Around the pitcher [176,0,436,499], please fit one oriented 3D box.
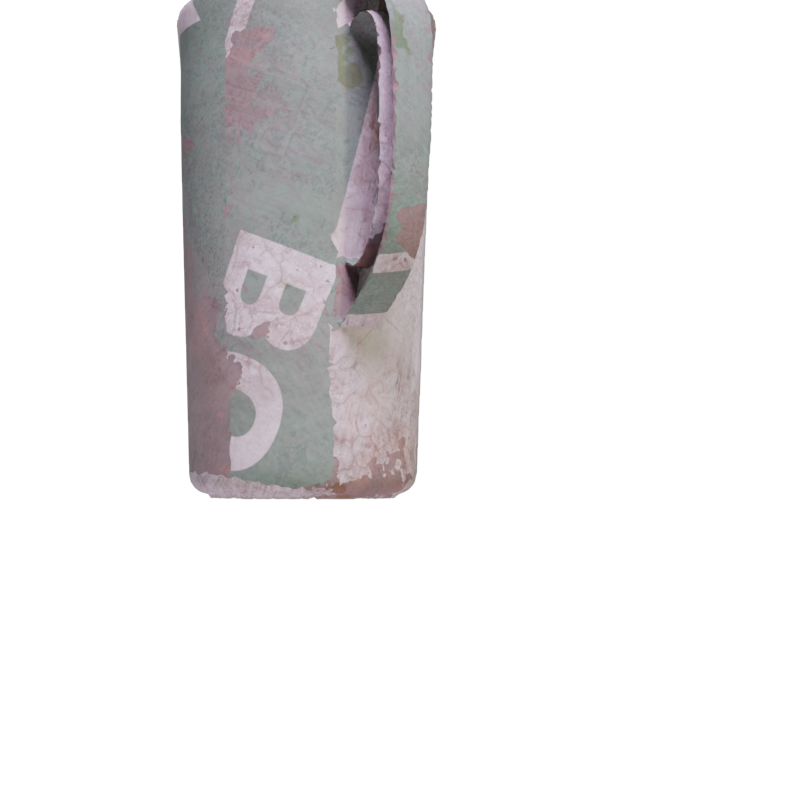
[{"bbox_3d":[-0.042,-0.077,0.538,0.147,0.250,0.143,-3,-10,15],"label":"pitcher"}]
